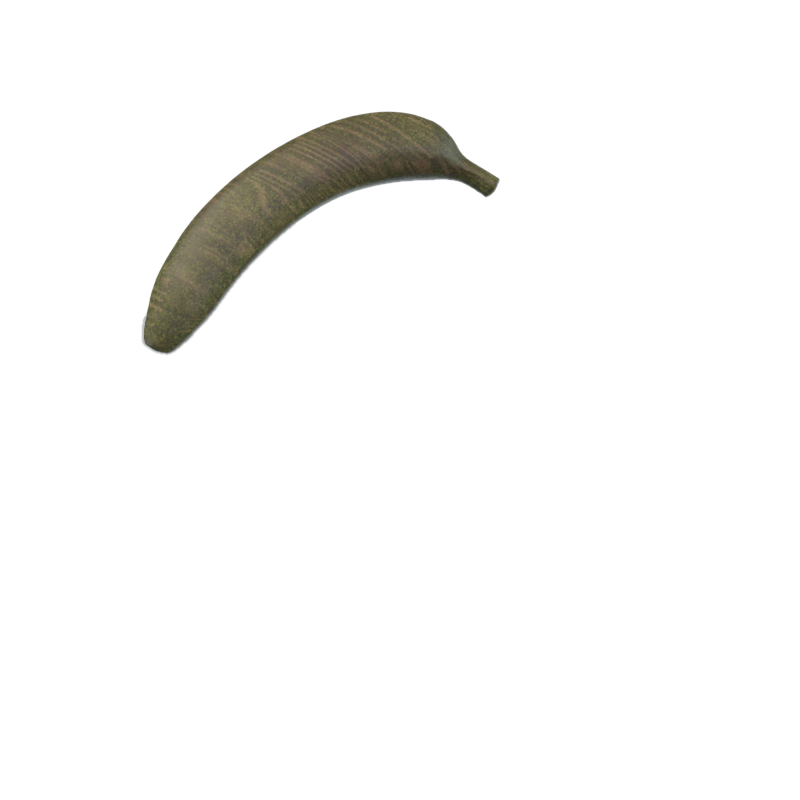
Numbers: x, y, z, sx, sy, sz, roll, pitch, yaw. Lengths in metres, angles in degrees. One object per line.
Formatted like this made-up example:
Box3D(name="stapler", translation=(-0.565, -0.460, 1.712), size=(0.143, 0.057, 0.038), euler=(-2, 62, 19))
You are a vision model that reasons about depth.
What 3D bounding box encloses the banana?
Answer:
Box3D(name="banana", translation=(-0.048, -0.096, 0.552), size=(0.197, 0.073, 0.035), euler=(-28, -17, -10))
